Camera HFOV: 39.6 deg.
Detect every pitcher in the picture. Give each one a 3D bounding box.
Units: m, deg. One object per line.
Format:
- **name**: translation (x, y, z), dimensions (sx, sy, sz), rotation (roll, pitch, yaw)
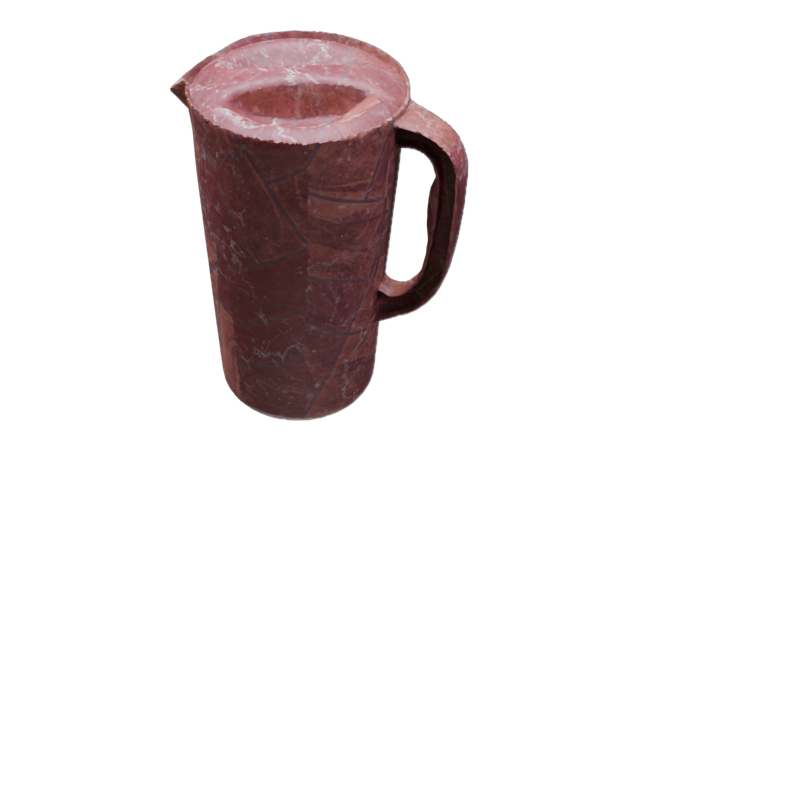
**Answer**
- **pitcher**: translation (-0.056, -0.102, 0.715), dimensions (0.143, 0.227, 0.162), rotation (-16, 45, -20)
